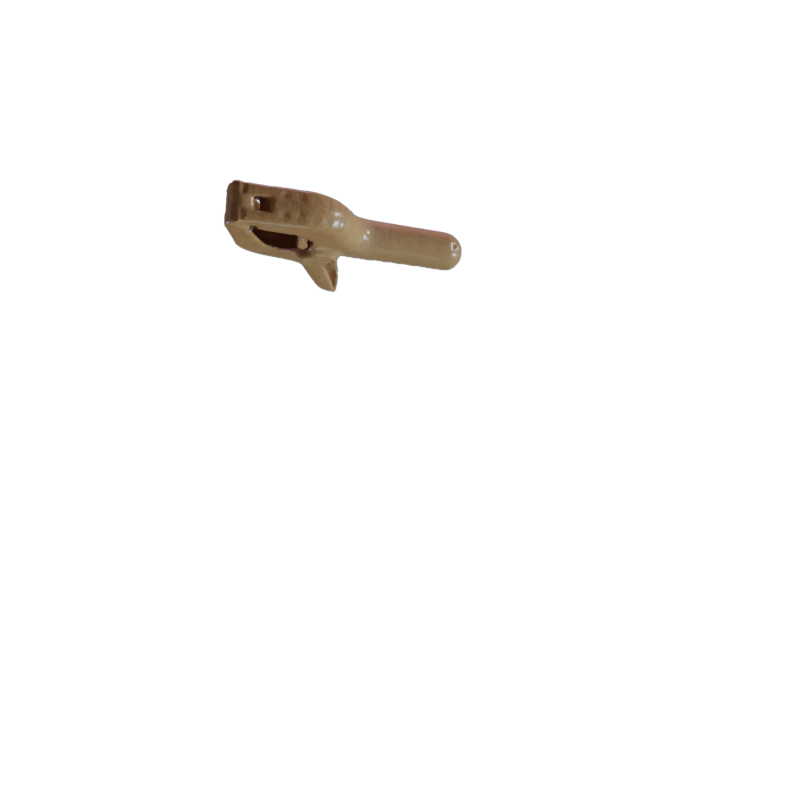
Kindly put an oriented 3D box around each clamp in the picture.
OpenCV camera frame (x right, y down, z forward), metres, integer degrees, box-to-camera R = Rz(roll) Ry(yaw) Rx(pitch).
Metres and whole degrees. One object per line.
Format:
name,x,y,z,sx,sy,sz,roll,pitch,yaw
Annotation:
clamp,-0.057,-0.104,0.729,0.162,0.041,0.121,15,-23,-40
